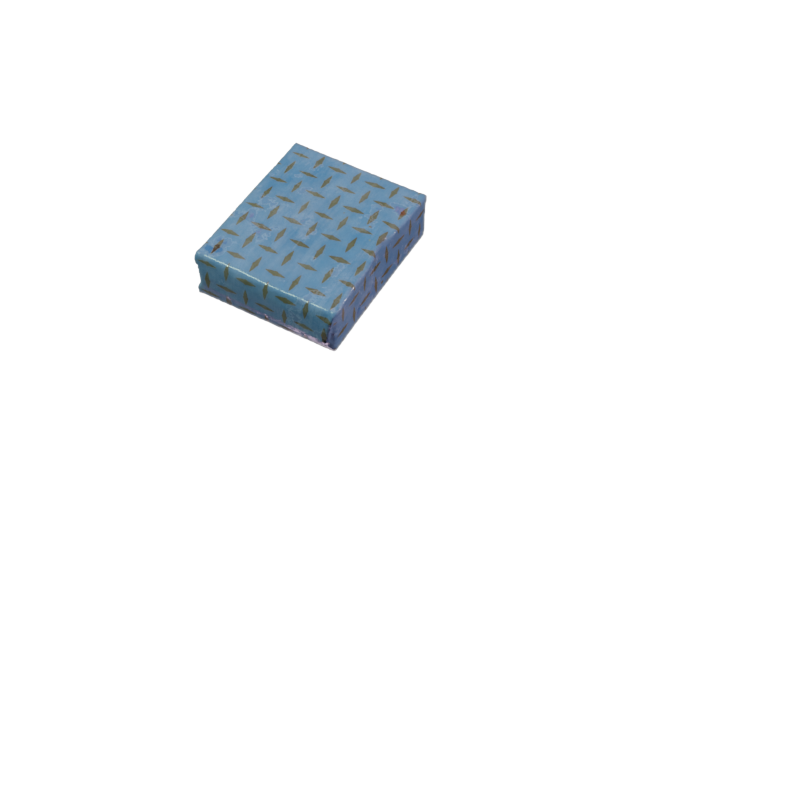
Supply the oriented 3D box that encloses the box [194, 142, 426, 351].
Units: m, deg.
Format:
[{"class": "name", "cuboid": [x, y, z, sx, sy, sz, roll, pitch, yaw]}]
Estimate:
[{"class": "box", "cuboid": [-0.040, -0.073, 0.511, 0.076, 0.092, 0.028, 23, -37, 18]}]
